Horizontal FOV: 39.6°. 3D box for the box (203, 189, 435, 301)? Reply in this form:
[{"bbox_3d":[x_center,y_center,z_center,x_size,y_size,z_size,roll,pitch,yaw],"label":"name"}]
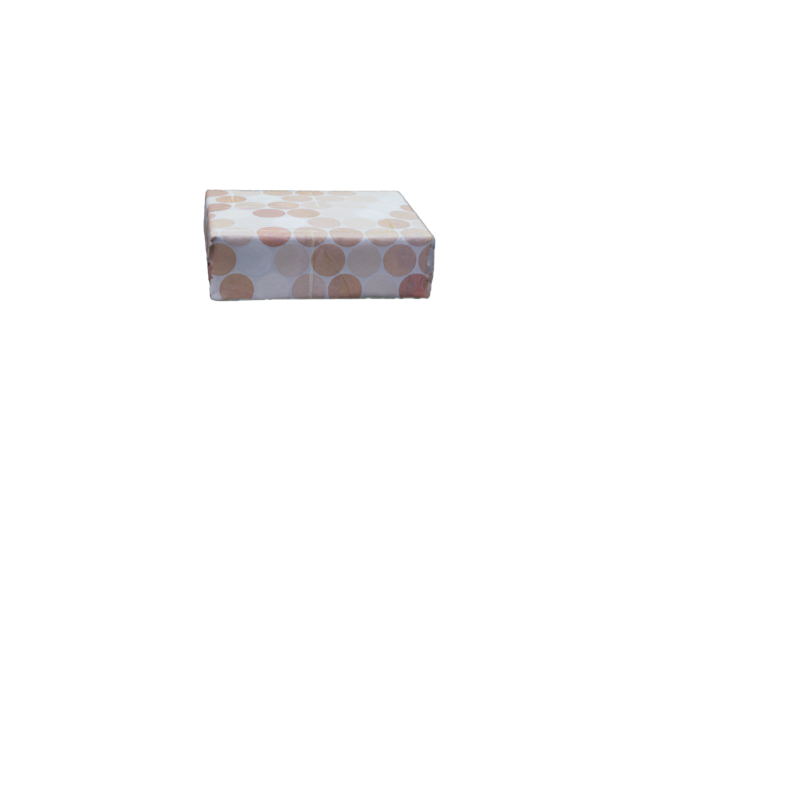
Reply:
[{"bbox_3d":[-0.045,-0.083,0.580,0.112,0.037,0.095,-3,23,-8],"label":"box"}]
